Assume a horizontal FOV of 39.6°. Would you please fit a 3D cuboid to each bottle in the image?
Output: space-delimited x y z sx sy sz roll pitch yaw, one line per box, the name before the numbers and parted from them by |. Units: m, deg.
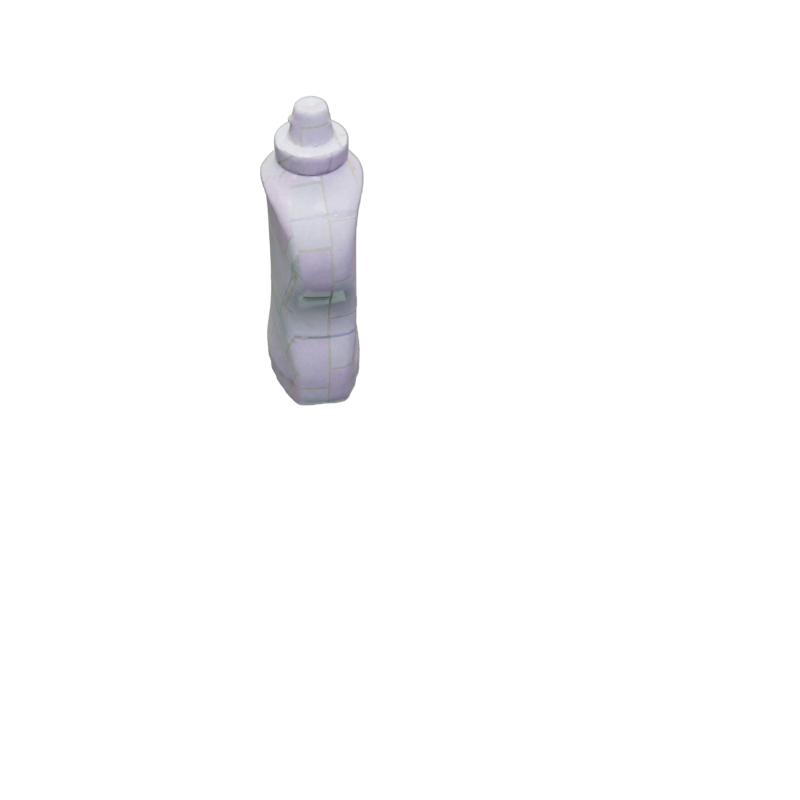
bottle | -0.051 -0.093 0.651 0.058 0.179 0.104 -3 44 -8
